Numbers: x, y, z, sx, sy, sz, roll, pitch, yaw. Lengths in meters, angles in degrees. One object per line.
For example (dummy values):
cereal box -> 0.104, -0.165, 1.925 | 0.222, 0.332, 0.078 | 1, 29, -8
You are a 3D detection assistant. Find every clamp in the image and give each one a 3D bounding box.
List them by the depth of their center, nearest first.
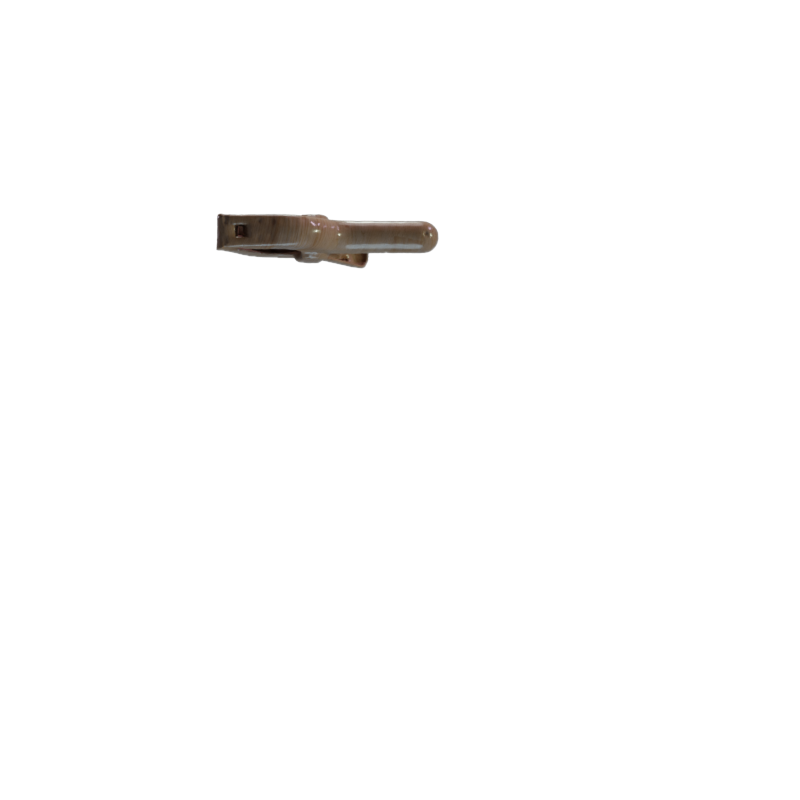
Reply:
clamp -> -0.069, -0.127, 0.887 | 0.167, 0.040, 0.120 | 3, -9, -21
